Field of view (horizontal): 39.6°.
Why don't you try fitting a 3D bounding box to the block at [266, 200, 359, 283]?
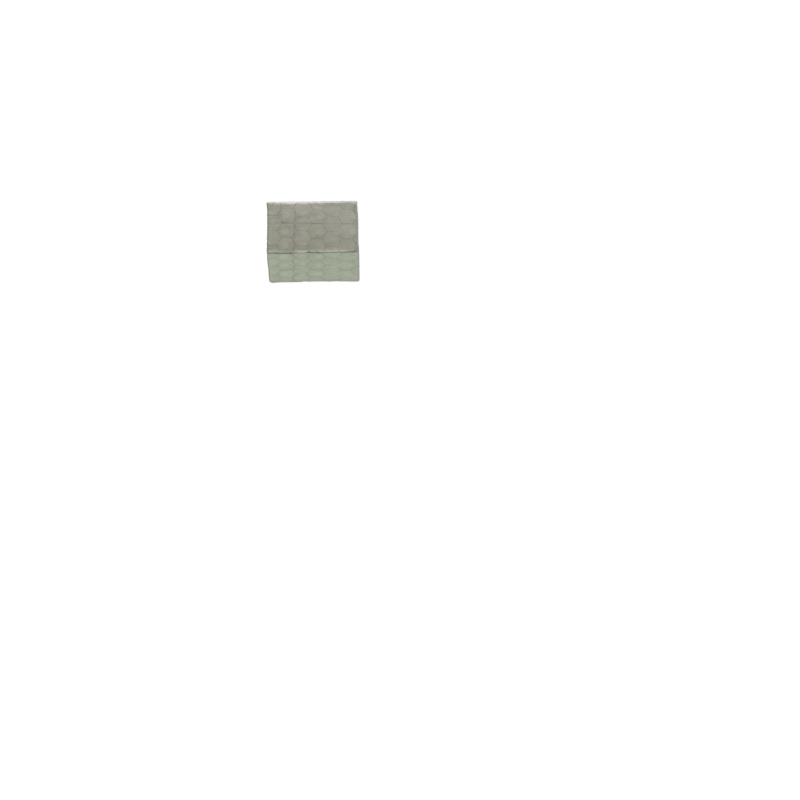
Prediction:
[{"bbox_3d":[-0.073,-0.133,0.928,0.078,0.054,0.050,0,-26,-1],"label":"block"}]
